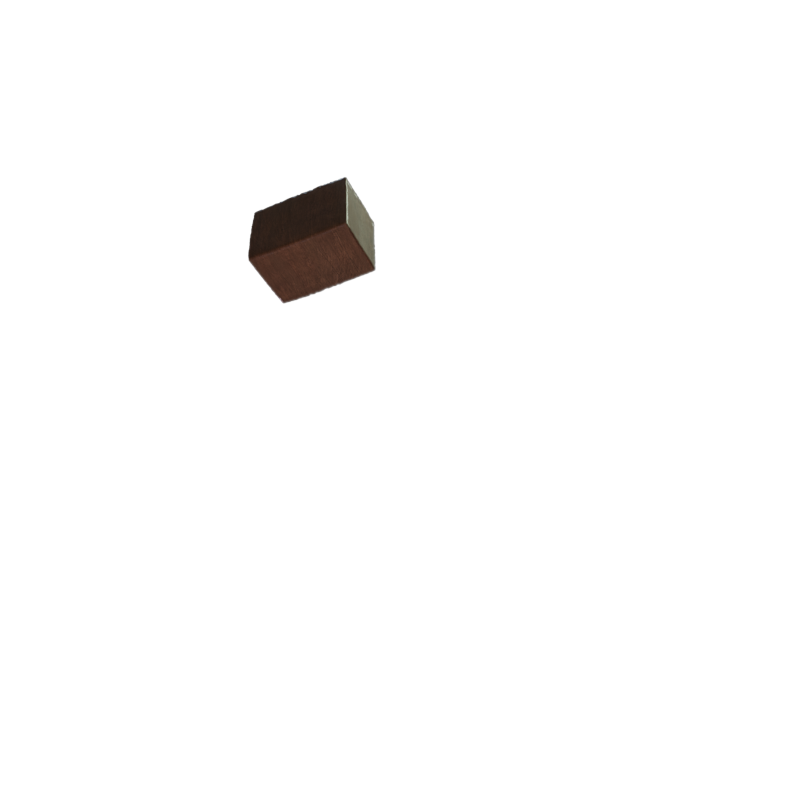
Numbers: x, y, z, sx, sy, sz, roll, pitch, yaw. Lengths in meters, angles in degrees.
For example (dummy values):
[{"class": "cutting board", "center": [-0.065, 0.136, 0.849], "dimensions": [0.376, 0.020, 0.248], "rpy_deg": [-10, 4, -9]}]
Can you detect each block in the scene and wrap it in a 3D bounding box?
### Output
[{"class": "block", "center": [-0.063, -0.114, 0.799], "dimensions": [0.078, 0.055, 0.049], "rpy_deg": [-18, -46, 17]}]
